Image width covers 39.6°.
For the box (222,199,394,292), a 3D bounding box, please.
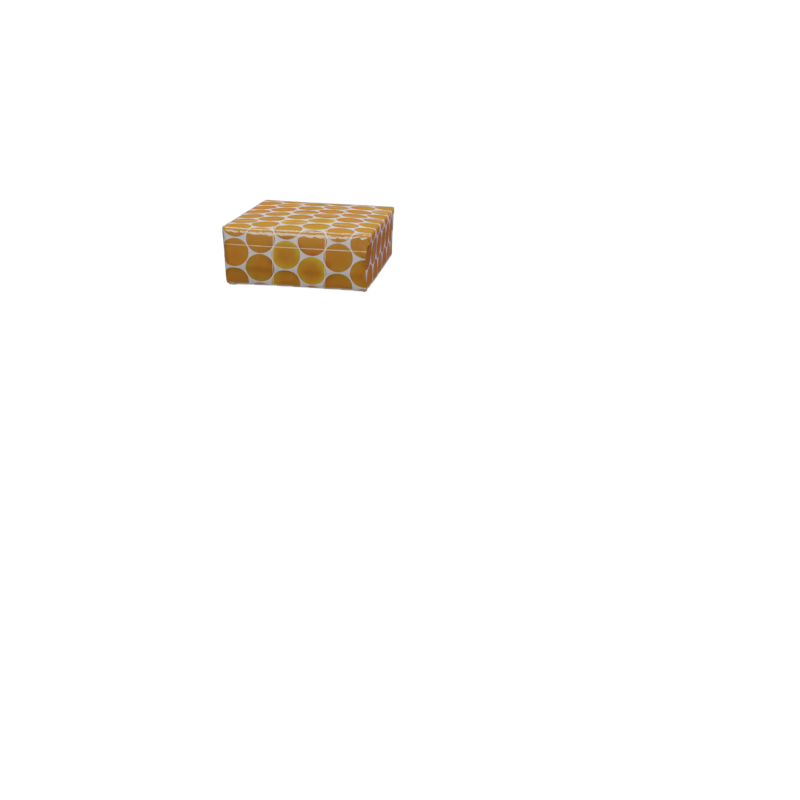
[{"bbox_3d":[-0.055,-0.100,0.698,0.091,0.037,0.116,3,20,8],"label":"box"}]
